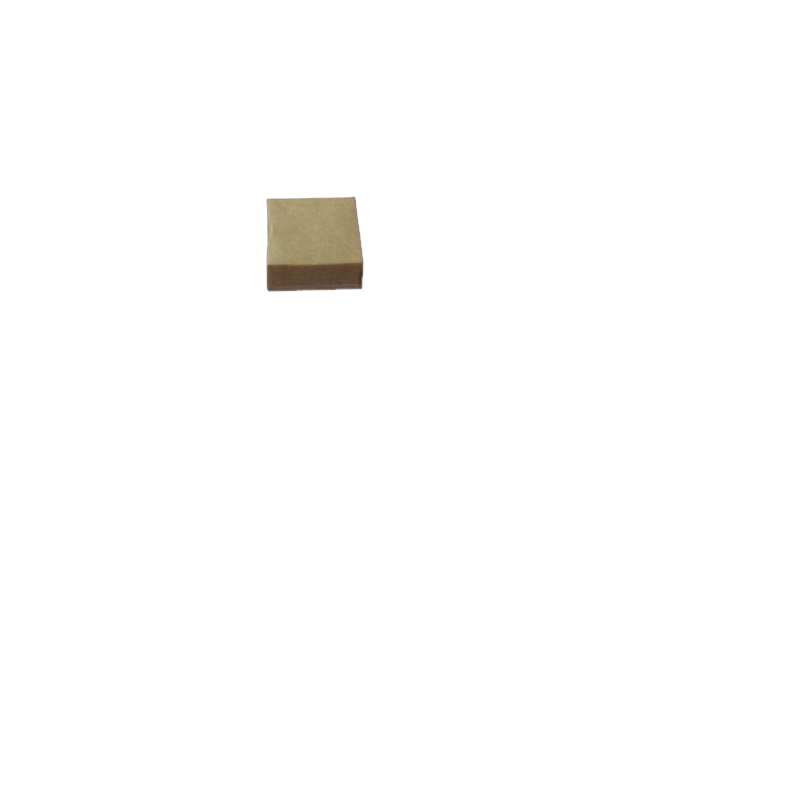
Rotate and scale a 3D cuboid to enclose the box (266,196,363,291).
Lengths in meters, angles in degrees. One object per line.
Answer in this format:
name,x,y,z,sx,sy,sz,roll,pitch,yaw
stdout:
box,-0.068,-0.124,0.866,0.073,0.028,0.096,-2,43,-3
